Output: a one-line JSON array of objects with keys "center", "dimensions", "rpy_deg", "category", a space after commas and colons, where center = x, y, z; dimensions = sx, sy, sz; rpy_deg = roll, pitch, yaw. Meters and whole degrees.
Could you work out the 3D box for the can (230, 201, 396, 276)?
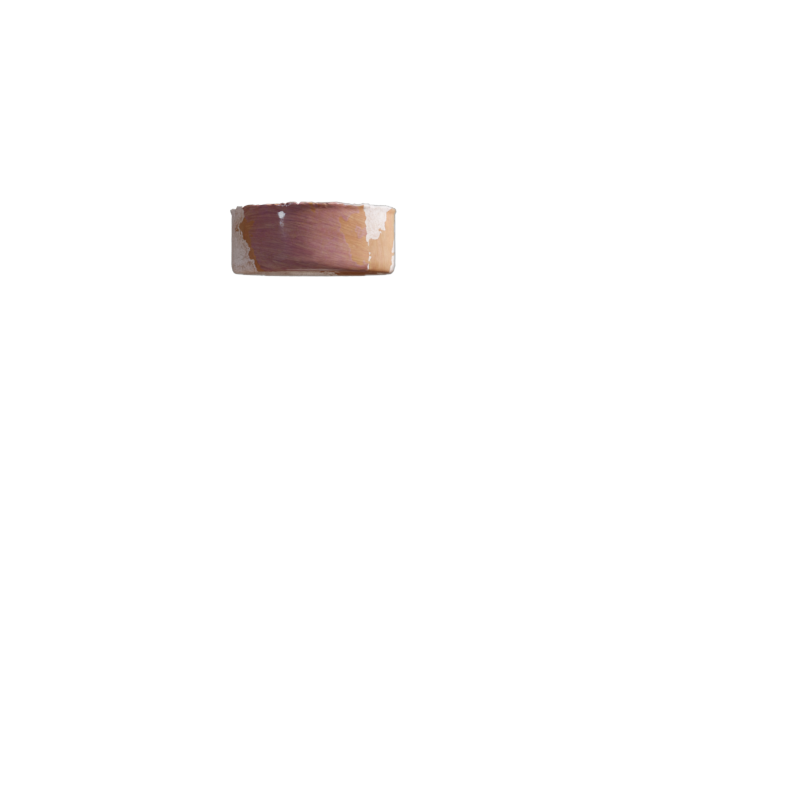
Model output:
[{"center": [-0.045, -0.081, 0.570], "dimensions": [0.086, 0.034, 0.086], "rpy_deg": [0, 4, -2], "category": "can"}]
